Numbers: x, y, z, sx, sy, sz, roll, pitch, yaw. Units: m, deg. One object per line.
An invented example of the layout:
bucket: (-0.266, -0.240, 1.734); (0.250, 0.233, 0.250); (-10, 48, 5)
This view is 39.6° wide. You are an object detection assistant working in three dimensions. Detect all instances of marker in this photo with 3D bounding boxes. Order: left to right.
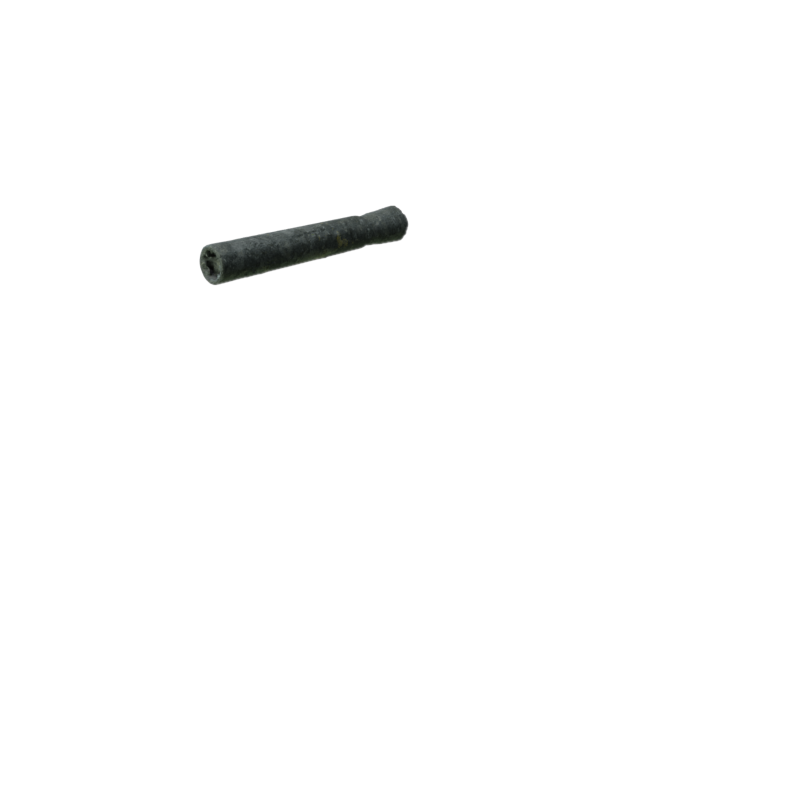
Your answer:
marker: (-0.042, -0.076, 0.535); (0.119, 0.019, 0.021); (-20, 16, -39)
